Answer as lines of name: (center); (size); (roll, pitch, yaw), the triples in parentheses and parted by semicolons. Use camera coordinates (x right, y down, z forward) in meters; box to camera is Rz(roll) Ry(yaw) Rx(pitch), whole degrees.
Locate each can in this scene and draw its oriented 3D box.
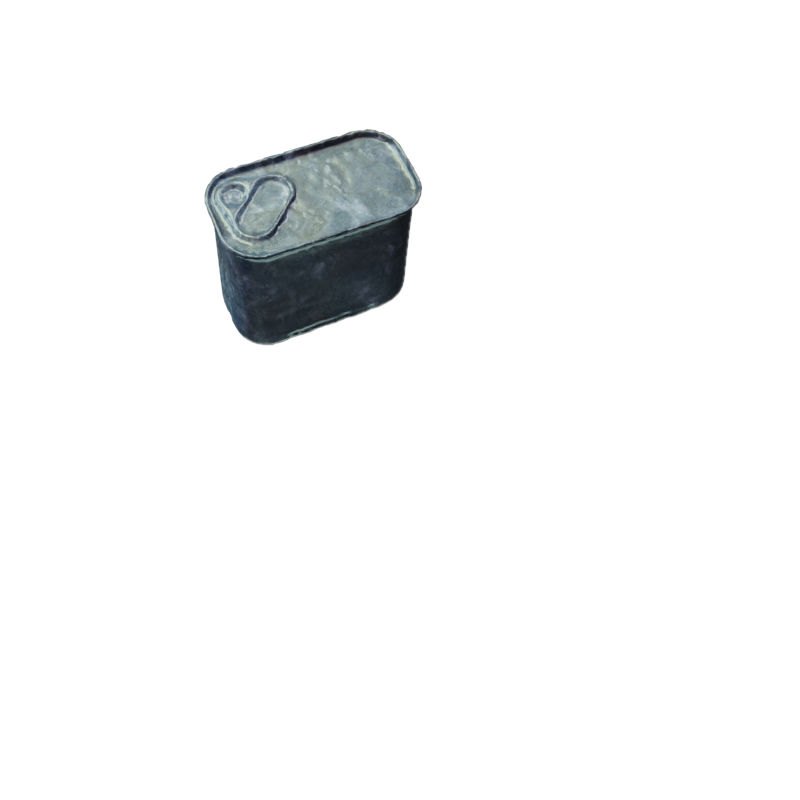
can: (-0.044, -0.080, 0.564); (0.101, 0.062, 0.078); (-19, -29, -14)
